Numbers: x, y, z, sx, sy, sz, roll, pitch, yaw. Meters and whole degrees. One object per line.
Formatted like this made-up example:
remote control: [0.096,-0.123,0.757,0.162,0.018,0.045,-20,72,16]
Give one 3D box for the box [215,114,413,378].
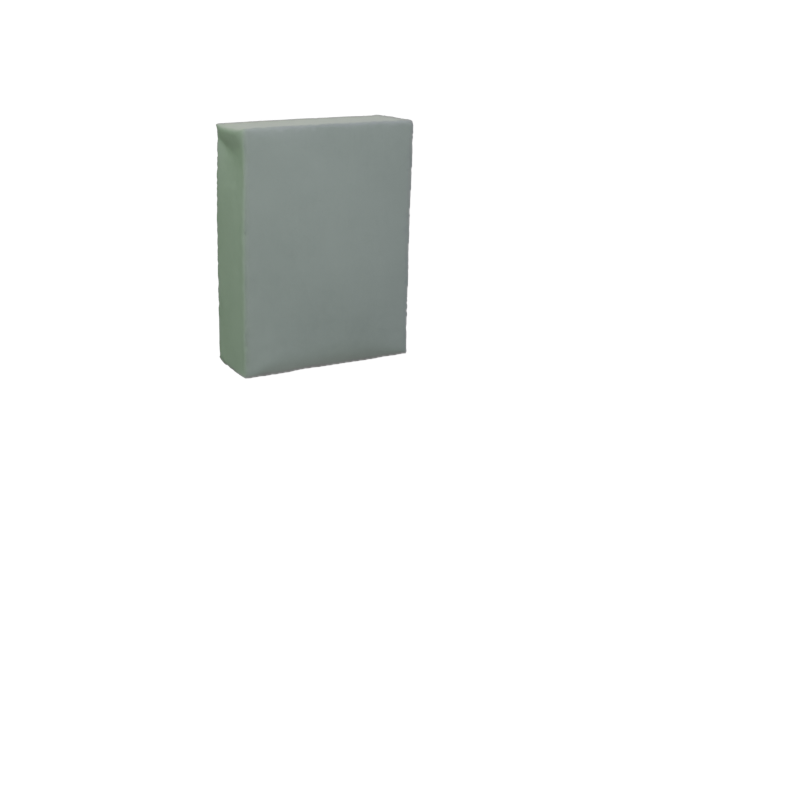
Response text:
box: [-0.076,-0.139,0.973,0.160,0.207,0.076,-8,15,-29]
